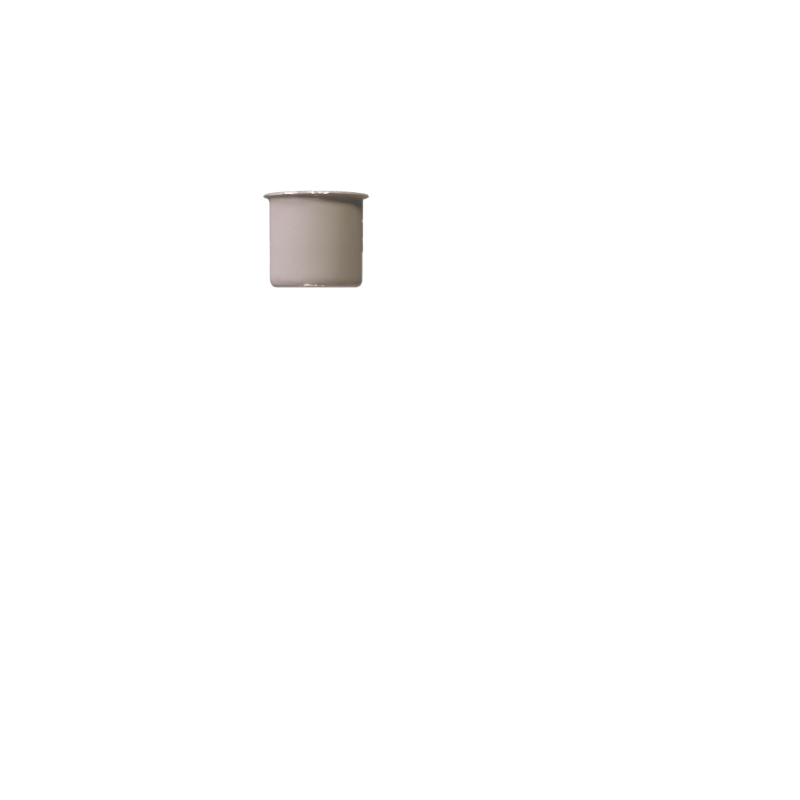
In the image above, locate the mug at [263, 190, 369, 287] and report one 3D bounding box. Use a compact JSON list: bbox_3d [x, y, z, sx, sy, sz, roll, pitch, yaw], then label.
[{"bbox_3d":[-0.077,-0.140,0.982,0.091,0.081,0.120,-1,3,-15],"label":"mug"}]
